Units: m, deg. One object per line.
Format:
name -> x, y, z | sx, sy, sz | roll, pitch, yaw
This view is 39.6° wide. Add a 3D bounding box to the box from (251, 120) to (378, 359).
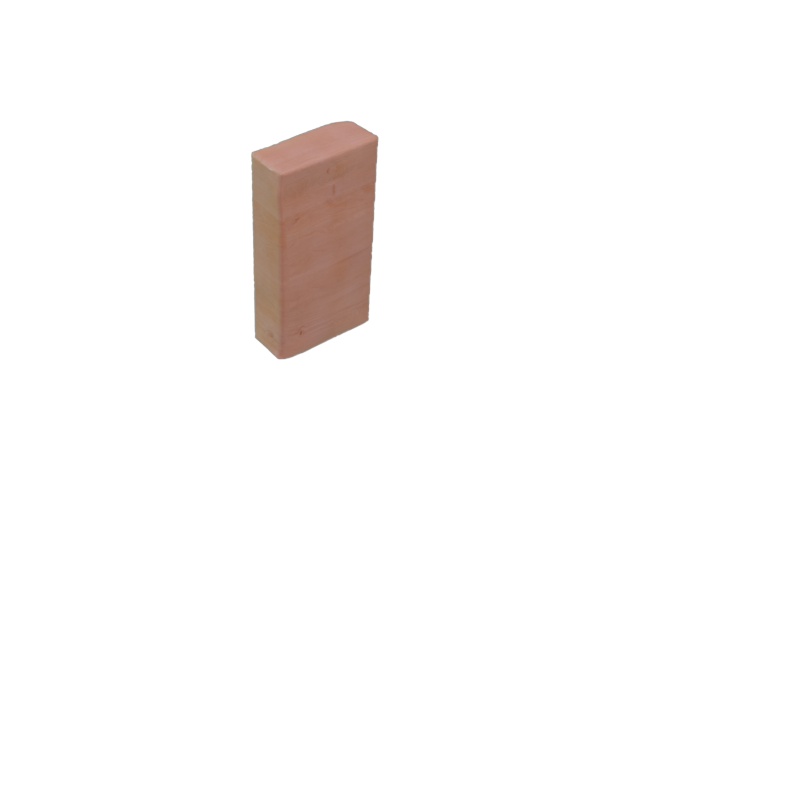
box -> -0.067, -0.123, 0.859 | 0.093, 0.165, 0.052 | -25, 44, -33
